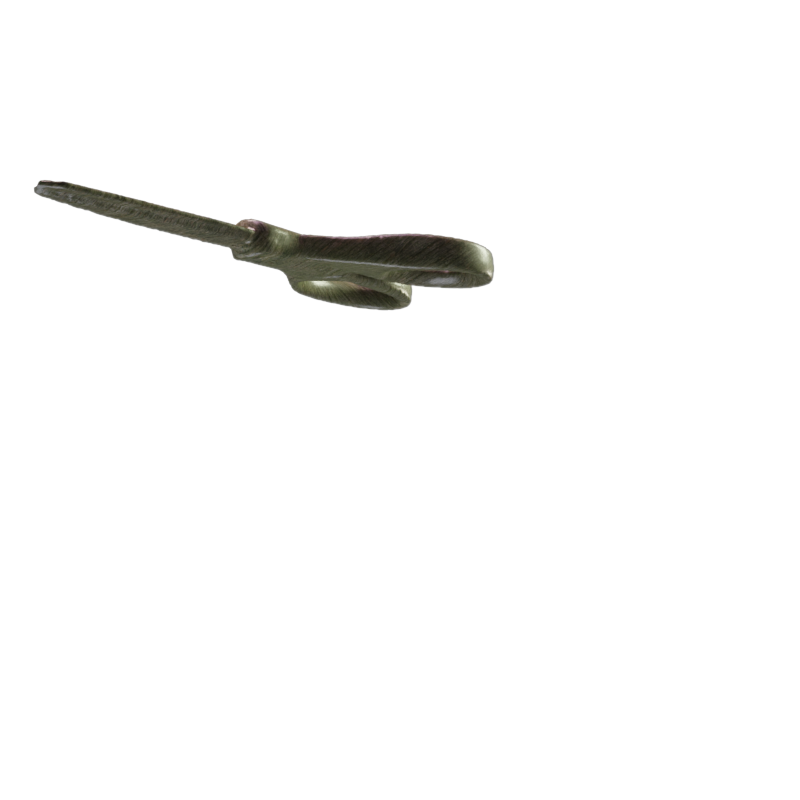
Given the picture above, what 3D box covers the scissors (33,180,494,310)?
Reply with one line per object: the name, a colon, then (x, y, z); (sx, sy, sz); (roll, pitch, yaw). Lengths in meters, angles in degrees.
scissors: (-0.033, -0.059, 0.416); (0.099, 0.016, 0.191); (-4, -8, 26)
